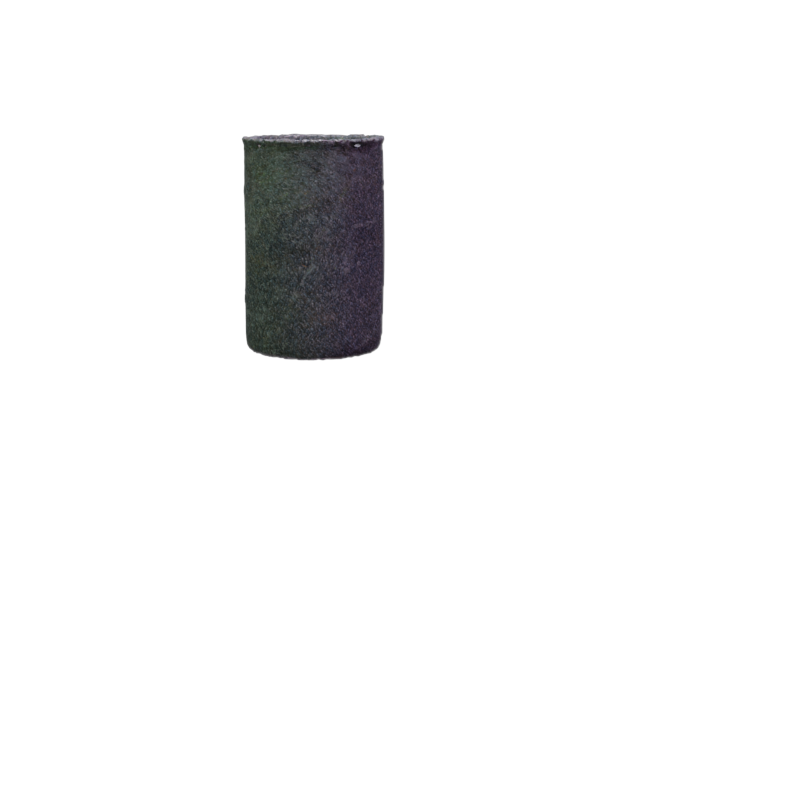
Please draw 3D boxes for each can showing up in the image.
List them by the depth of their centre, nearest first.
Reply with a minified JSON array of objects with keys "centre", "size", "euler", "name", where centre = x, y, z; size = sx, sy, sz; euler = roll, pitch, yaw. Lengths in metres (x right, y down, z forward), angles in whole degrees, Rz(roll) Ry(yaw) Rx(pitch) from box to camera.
[{"centre":[-0.042,-0.076,0.535],"size":[0.068,0.100,0.070],"euler":[0,10,-2],"name":"can"}]
